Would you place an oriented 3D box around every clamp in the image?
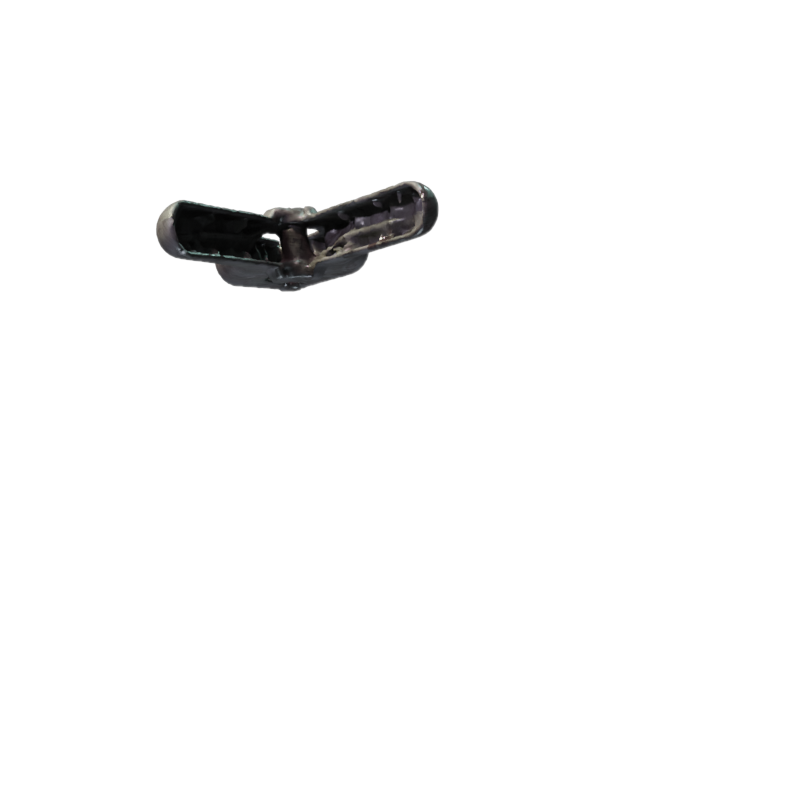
[{"bbox_3d":[-0.042,-0.077,0.540,0.121,0.039,0.170,0,2,3],"label":"clamp"}]
